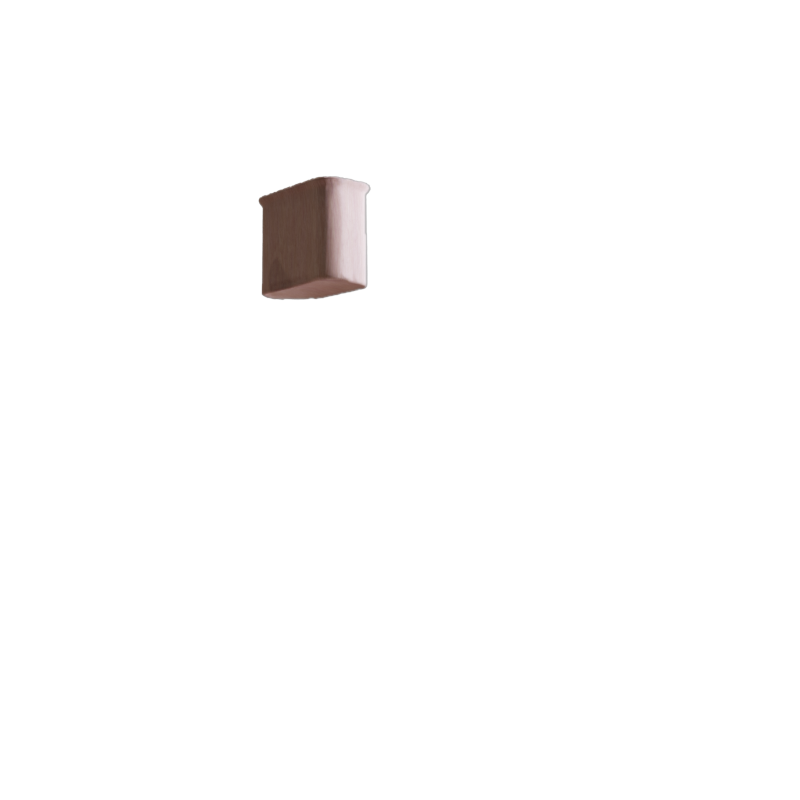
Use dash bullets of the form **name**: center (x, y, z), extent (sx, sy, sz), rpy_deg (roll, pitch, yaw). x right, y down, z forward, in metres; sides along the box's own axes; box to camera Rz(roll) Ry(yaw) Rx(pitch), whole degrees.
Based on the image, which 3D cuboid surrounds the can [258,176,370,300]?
- **can**: center (-0.071, -0.130, 0.910), extent (0.055, 0.086, 0.104), rpy_deg (9, -13, -41)
